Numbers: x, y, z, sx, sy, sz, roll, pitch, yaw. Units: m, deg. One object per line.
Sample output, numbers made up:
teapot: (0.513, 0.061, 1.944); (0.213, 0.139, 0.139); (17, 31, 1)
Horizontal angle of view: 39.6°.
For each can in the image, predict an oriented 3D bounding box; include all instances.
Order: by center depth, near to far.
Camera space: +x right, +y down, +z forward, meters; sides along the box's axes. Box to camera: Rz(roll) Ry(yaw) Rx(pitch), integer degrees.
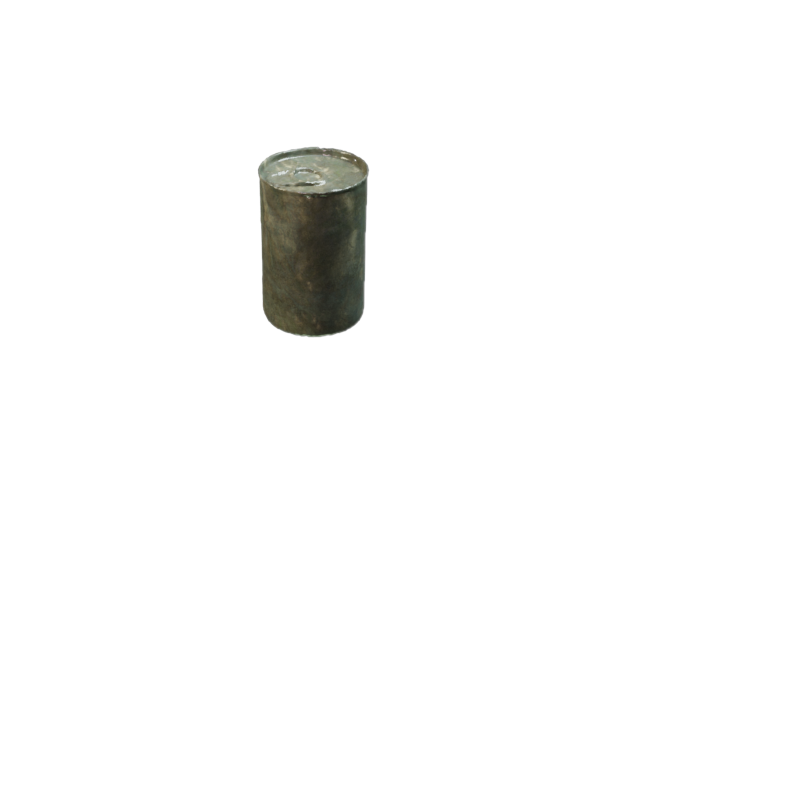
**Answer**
can: (-0.055, -0.100, 0.700); (0.068, 0.096, 0.073); (0, 31, -3)
